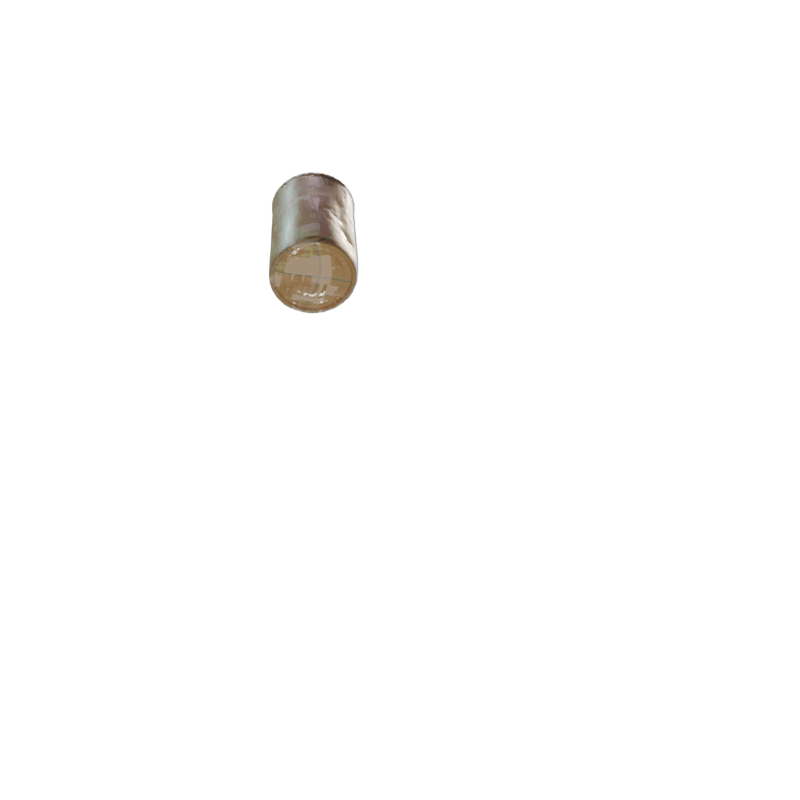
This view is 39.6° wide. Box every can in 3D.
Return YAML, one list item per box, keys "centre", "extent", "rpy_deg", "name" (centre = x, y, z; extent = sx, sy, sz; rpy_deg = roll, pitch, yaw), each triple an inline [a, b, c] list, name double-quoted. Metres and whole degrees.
- centre: [-0.068, -0.124, 0.867]
  extent: [0.068, 0.064, 0.109]
  rpy_deg: [-1, 38, -3]
  name: "can"
